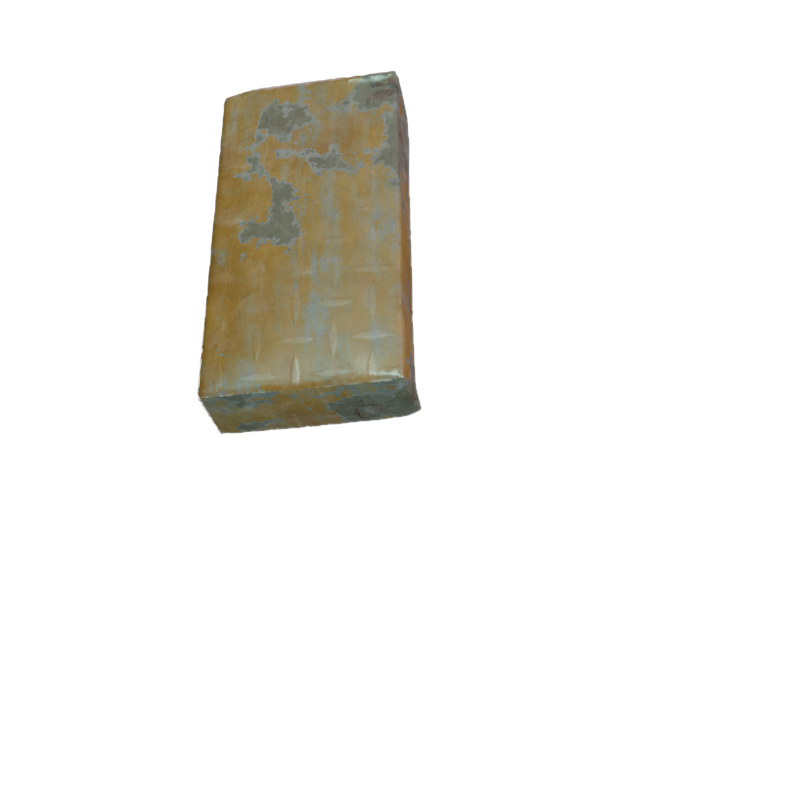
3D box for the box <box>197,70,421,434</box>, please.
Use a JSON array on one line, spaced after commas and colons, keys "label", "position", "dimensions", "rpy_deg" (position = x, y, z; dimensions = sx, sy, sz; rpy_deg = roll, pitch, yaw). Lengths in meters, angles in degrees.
[{"label": "box", "position": [-0.041, -0.075, 0.527], "dimensions": [0.094, 0.188, 0.045], "rpy_deg": [-7, -31, 9]}]
